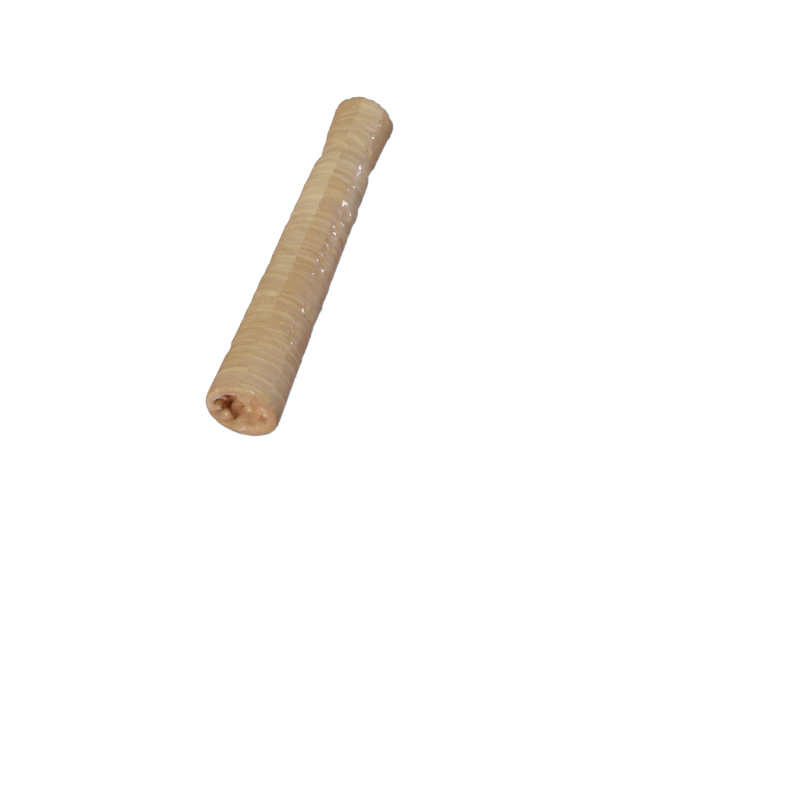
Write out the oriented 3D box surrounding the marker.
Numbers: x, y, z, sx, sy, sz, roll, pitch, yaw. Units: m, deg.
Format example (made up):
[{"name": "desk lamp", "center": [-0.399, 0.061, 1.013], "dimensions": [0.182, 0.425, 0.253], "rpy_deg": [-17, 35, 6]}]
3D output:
[{"name": "marker", "center": [-0.024, -0.044, 0.306], "dimensions": [0.020, 0.127, 0.018], "rpy_deg": [0, -42, 20]}]
